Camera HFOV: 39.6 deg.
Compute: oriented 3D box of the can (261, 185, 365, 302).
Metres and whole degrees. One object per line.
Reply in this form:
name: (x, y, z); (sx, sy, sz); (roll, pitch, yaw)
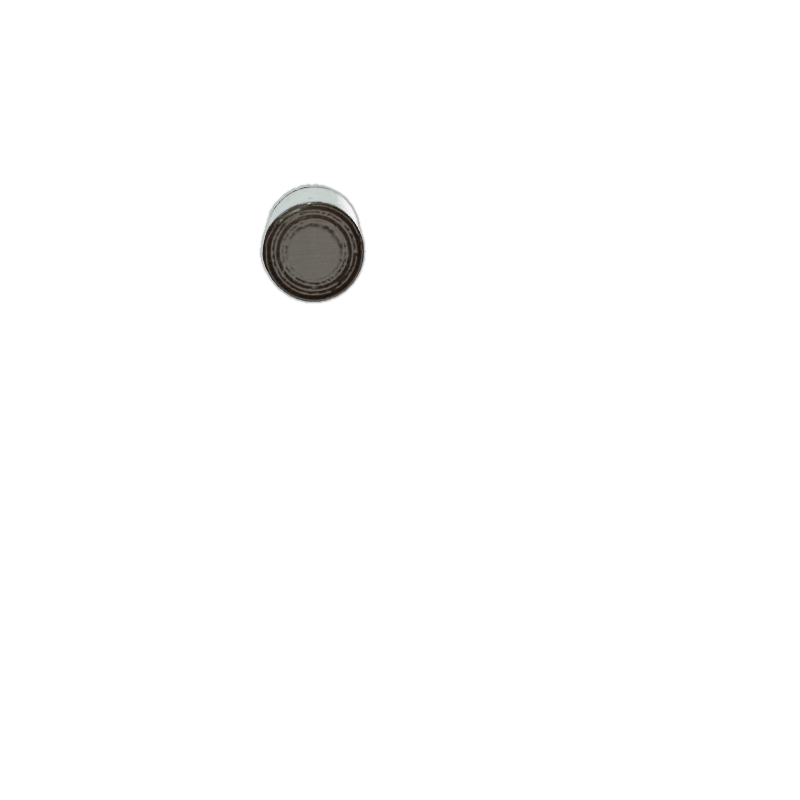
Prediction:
can: (-0.060, -0.109, 0.760); (0.068, 0.067, 0.105); (0, 14, -3)
